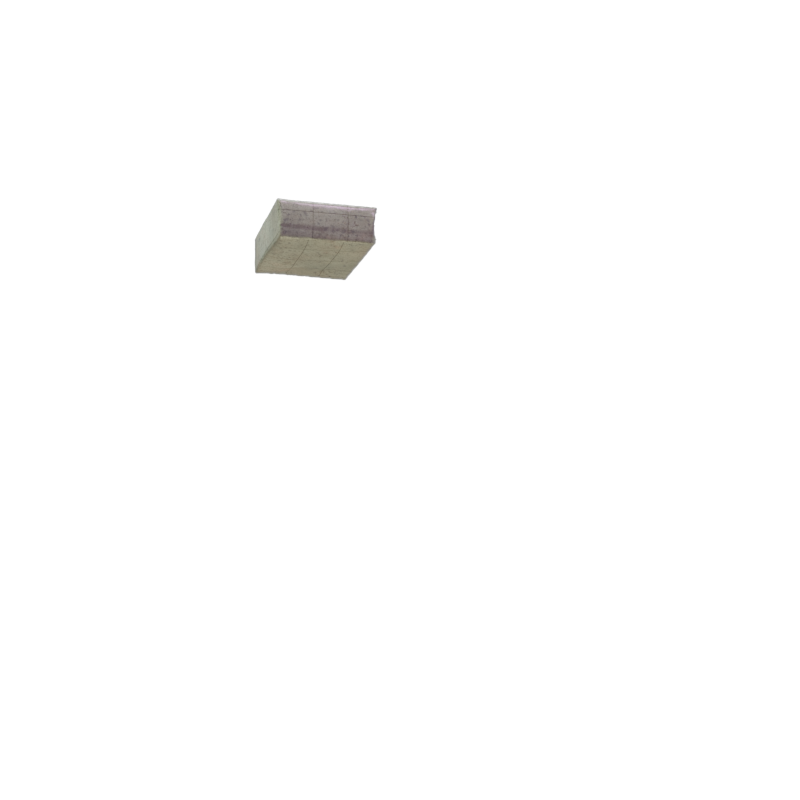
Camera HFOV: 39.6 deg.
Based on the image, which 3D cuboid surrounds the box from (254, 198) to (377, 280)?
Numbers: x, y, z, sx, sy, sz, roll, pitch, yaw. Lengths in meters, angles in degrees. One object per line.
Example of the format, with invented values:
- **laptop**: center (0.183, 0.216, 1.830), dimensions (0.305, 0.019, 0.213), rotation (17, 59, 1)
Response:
- **box**: center (-0.078, -0.143, 0.999), dimensions (0.088, 0.040, 0.112), rotation (3, -11, -16)
